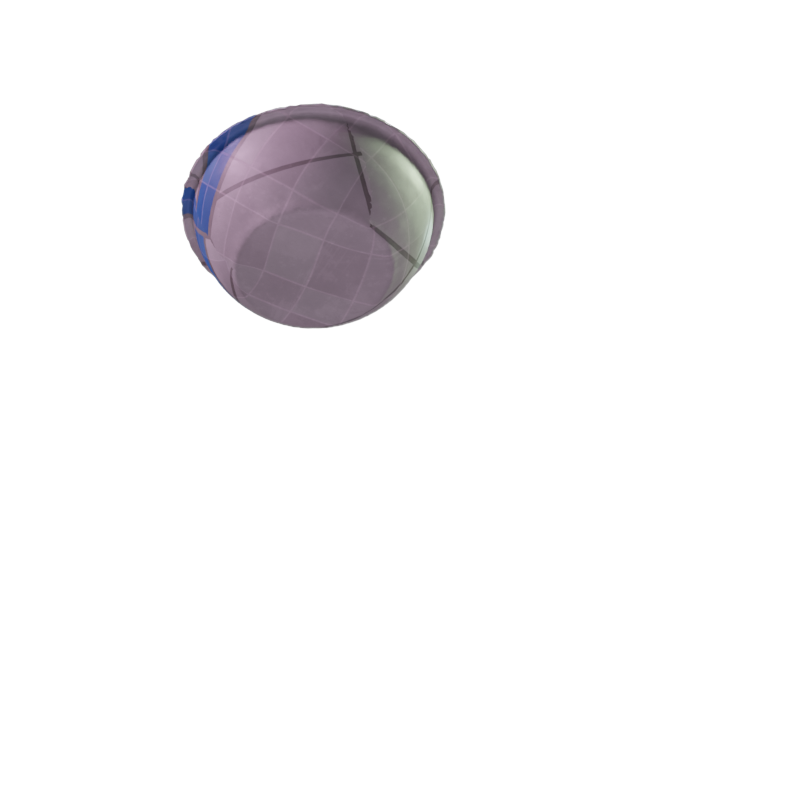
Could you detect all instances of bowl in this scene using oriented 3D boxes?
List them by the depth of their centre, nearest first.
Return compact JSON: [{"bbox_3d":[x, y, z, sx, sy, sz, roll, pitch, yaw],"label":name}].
[{"bbox_3d":[-0.052,-0.094,0.662,0.162,0.151,0.059,1,43,-1],"label":"bowl"}]
